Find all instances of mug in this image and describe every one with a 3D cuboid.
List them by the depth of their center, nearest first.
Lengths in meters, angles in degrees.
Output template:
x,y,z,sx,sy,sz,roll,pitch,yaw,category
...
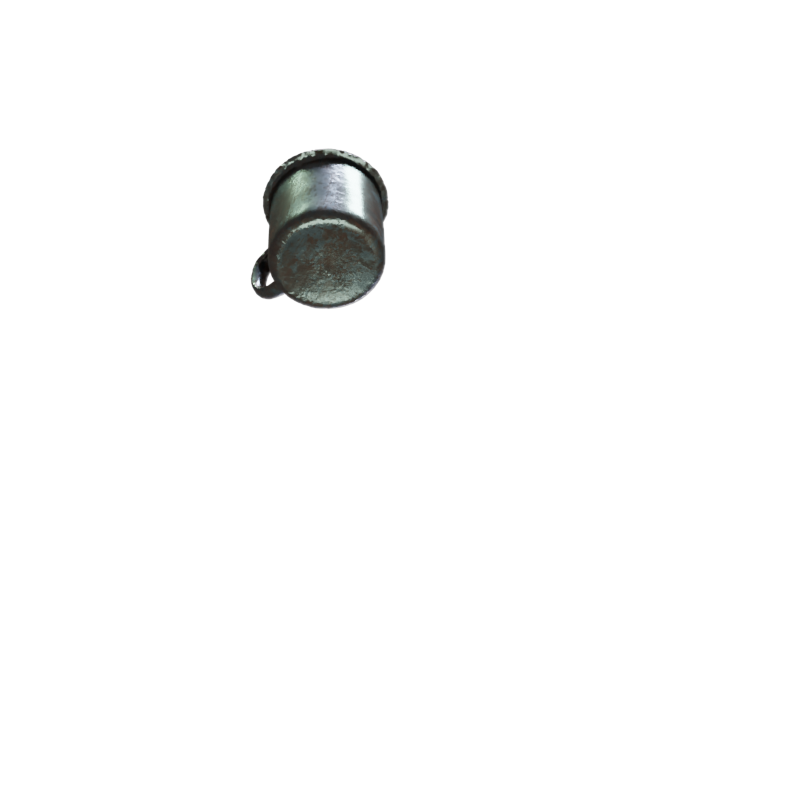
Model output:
x,y,z,sx,sy,sz,roll,pitch,yaw,category
-0.062,-0.113,0.793,0.116,0.087,0.087,-32,32,21,mug
